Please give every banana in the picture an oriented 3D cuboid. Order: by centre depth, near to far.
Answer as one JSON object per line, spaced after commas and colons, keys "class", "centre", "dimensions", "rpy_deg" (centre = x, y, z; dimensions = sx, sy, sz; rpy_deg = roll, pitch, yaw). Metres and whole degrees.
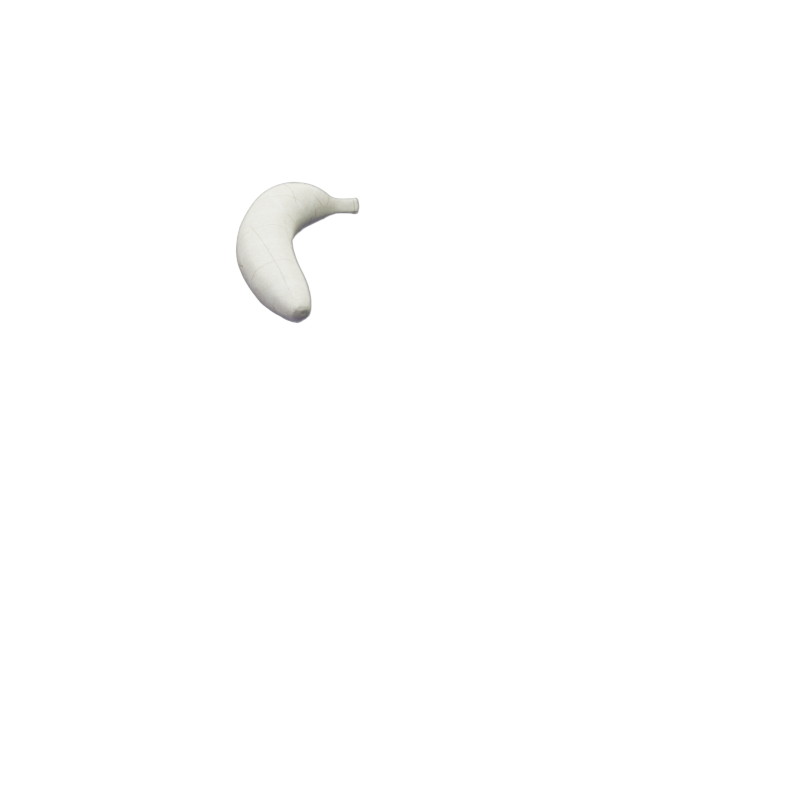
{"class": "banana", "centre": [-0.076, -0.109, 0.745], "dimensions": [0.070, 0.035, 0.207], "rpy_deg": [4, 31, 7]}
